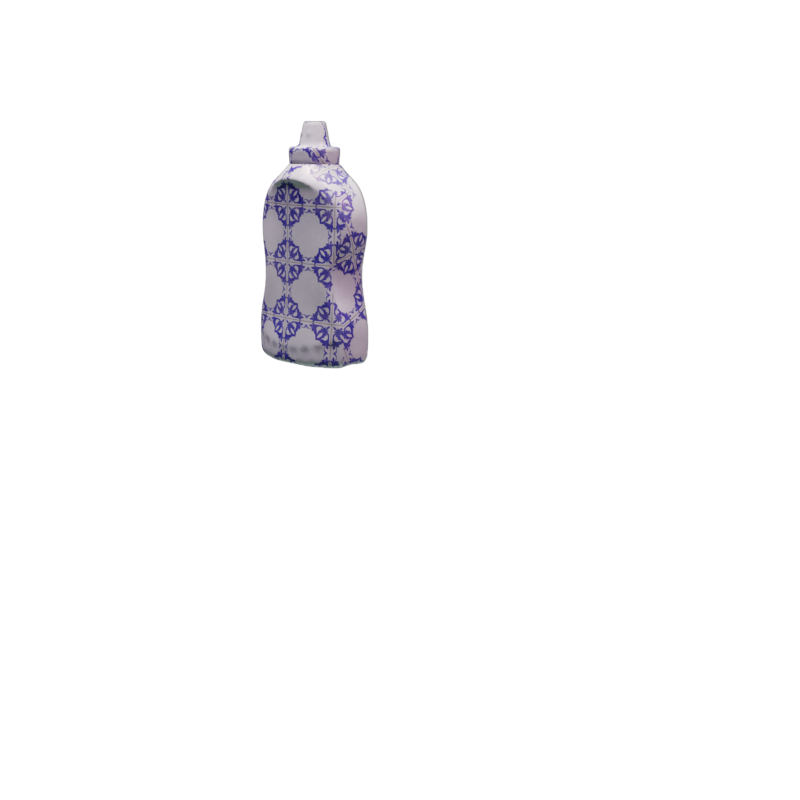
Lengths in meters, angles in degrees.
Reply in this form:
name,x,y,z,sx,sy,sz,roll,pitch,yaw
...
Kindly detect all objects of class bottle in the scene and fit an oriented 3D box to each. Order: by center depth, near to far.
name,x,y,z,sx,sy,sz,roll,pitch,yaw
bottle,-0.069,-0.127,0.886,0.101,0.189,0.056,8,9,44
